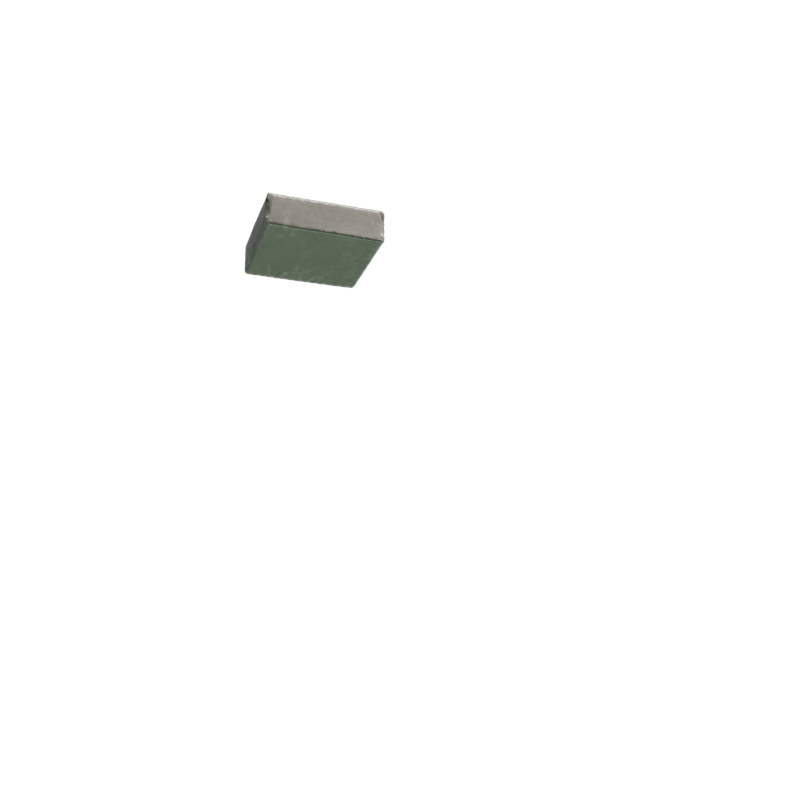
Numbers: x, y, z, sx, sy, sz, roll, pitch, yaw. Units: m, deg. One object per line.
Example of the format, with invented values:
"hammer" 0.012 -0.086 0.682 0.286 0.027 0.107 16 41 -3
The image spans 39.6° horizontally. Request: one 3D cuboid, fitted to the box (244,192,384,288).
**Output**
"box" -0.064 -0.117 0.817 0.087 0.032 0.070 7 -27 -15
